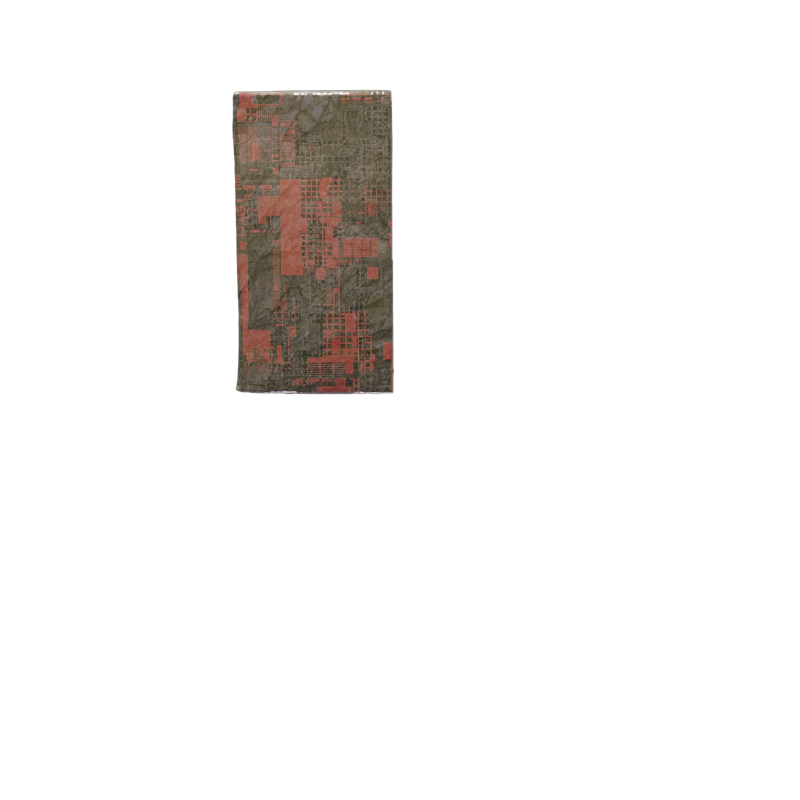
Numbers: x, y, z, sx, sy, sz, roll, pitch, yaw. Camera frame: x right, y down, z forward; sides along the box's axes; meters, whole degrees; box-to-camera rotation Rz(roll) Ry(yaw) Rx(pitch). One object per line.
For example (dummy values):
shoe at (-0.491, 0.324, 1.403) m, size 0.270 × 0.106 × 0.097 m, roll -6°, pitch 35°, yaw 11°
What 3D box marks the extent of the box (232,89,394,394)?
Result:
box at (-0.051, -0.093, 0.653) m, size 0.093 × 0.175 × 0.048 m, roll 0°, pitch 3°, yaw -2°
